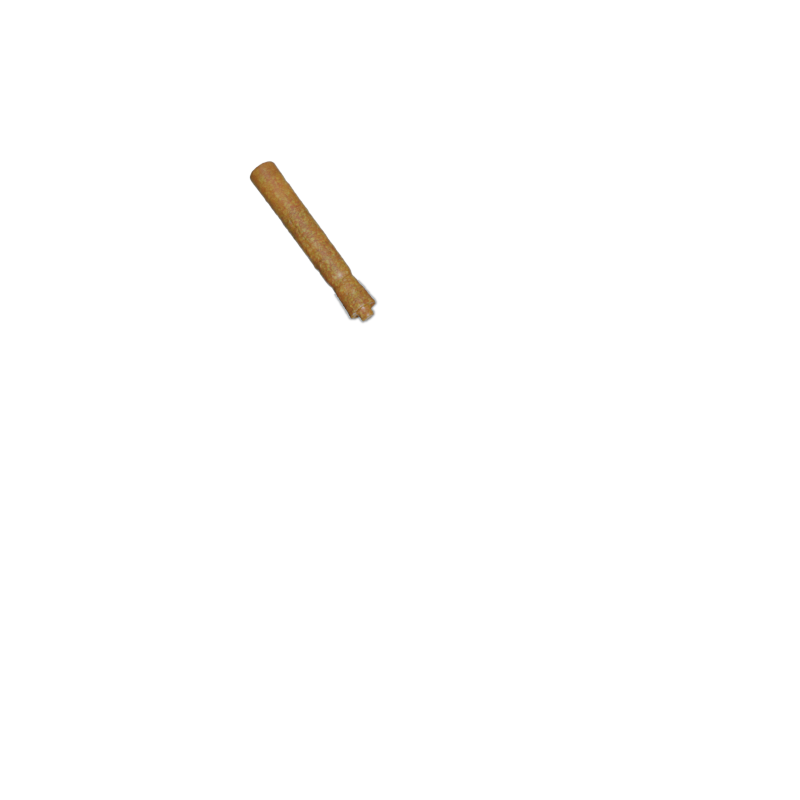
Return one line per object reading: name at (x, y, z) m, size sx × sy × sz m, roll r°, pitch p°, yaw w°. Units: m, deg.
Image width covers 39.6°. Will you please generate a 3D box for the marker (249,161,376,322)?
marker at (-0.054, -0.098, 0.688) m, size 0.020 × 0.127 × 0.019 m, roll -31°, pitch -20°, yaw -13°
